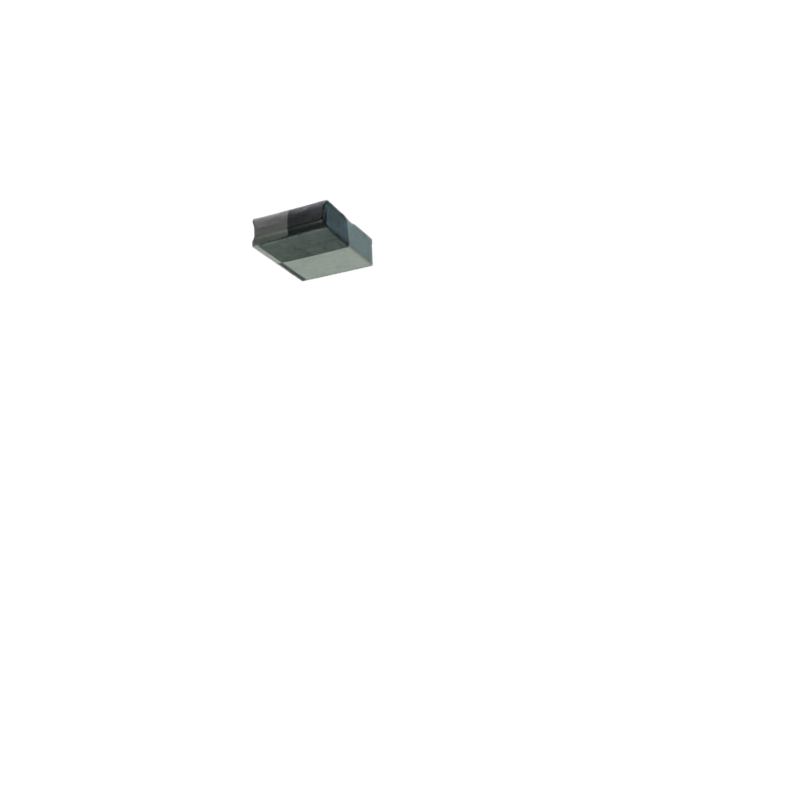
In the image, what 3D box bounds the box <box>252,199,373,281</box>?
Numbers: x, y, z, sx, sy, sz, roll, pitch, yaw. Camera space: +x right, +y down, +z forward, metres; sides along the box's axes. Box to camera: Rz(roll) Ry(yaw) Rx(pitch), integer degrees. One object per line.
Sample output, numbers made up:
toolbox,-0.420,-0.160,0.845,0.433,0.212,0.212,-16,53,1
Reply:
box,-0.075,-0.137,0.961,0.074,0.032,0.083,-10,-23,26
